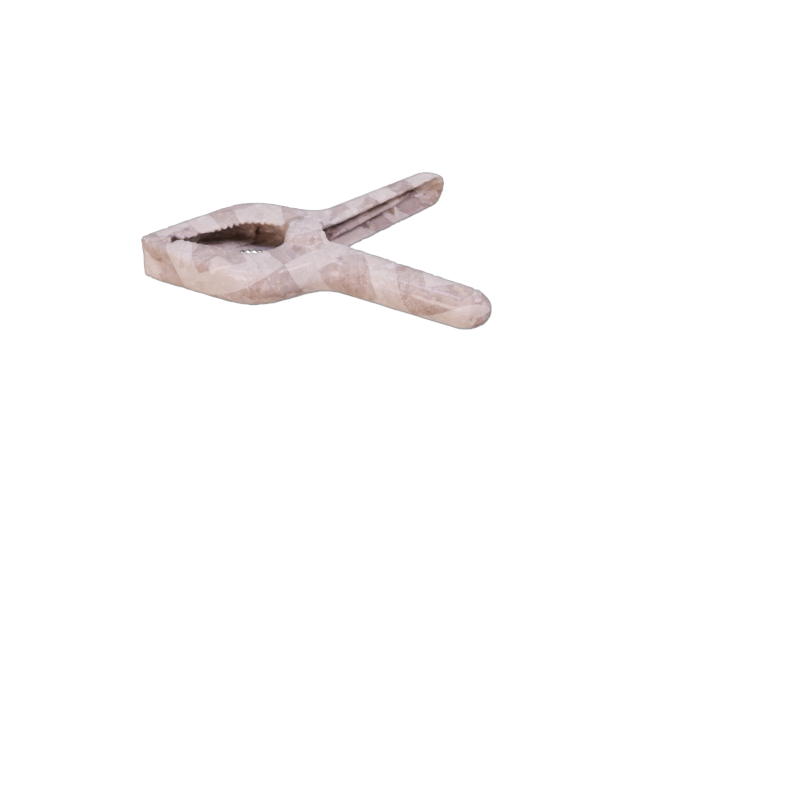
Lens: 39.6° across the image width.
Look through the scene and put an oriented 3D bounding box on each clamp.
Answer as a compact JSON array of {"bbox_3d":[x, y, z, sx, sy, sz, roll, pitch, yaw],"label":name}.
[{"bbox_3d":[-0.055,-0.100,0.702,0.210,0.034,0.175,1,36,1],"label":"clamp"}]
